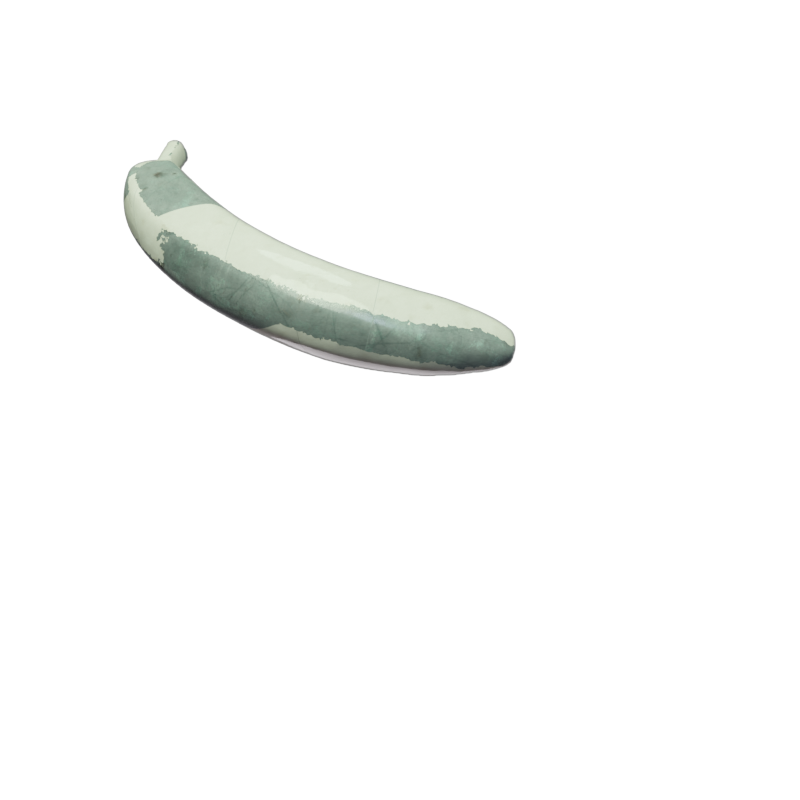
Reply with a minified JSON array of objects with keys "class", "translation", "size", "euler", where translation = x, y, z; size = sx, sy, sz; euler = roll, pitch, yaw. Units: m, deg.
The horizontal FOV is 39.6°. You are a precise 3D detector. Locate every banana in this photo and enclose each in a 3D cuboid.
[{"class":"banana","translation":[-0.050,-0.056,0.448],"size":[0.210,0.034,0.070],"euler":[34,55,27]}]
